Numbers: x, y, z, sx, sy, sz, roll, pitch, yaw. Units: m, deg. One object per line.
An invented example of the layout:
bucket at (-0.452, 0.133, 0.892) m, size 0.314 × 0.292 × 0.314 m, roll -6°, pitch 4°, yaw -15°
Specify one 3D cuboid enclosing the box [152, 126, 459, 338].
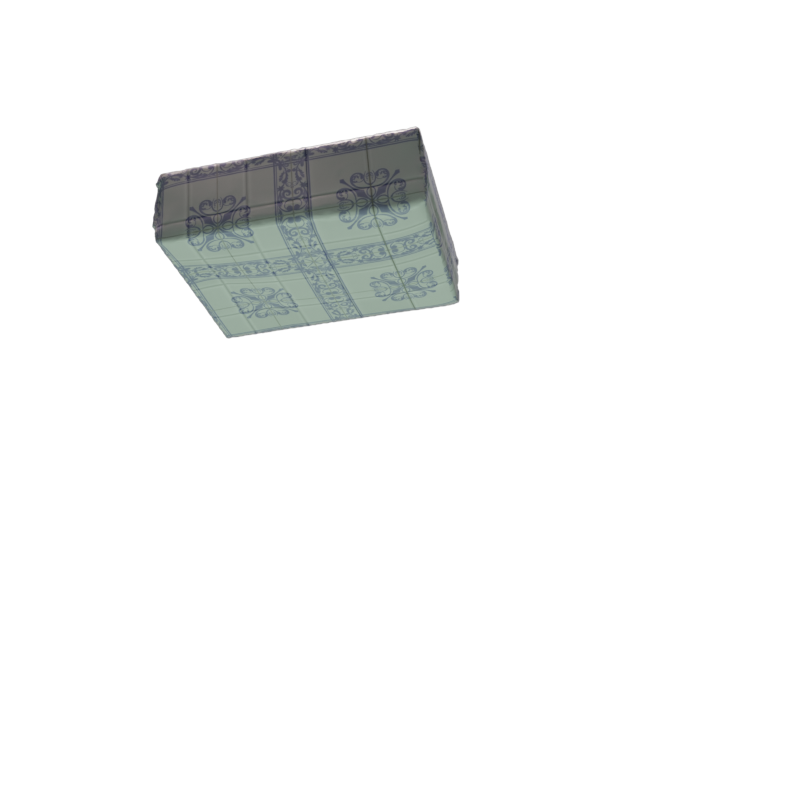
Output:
box at (-0.037, -0.068, 0.473) m, size 0.115 × 0.041 × 0.084 m, roll -6°, pitch -26°, yaw 12°
